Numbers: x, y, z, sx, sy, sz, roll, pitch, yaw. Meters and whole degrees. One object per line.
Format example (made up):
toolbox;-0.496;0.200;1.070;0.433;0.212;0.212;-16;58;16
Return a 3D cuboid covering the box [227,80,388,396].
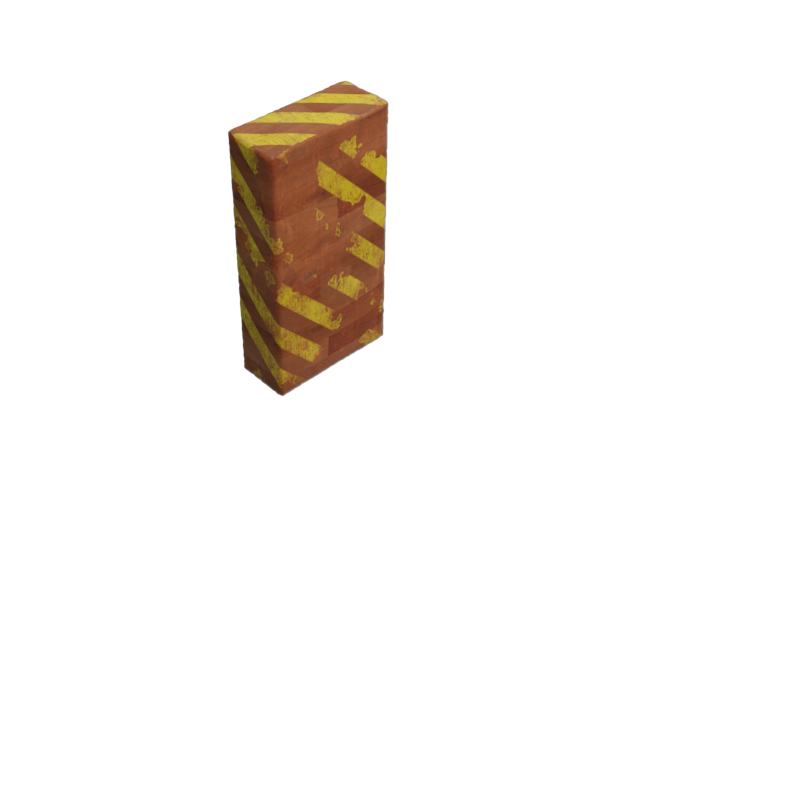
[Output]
box;-0.053;-0.096;0.677;0.093;0.164;0.051;-32;52;-33
